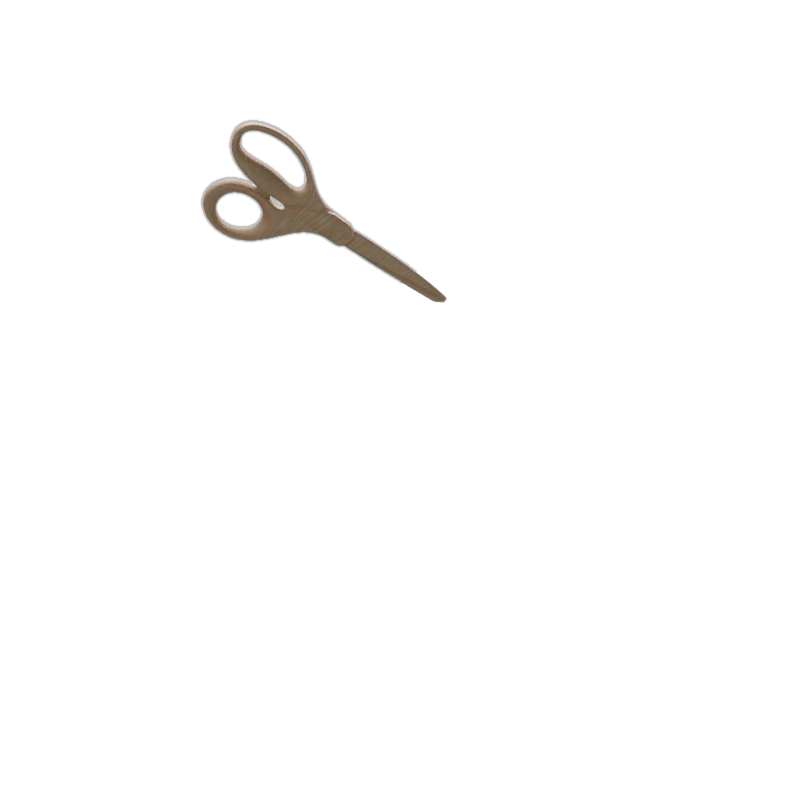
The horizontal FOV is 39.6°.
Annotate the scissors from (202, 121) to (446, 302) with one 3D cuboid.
[{"bbox_3d":[-0.065,-0.118,0.827,0.096,0.195,0.016,-39,12,10],"label":"scissors"}]
